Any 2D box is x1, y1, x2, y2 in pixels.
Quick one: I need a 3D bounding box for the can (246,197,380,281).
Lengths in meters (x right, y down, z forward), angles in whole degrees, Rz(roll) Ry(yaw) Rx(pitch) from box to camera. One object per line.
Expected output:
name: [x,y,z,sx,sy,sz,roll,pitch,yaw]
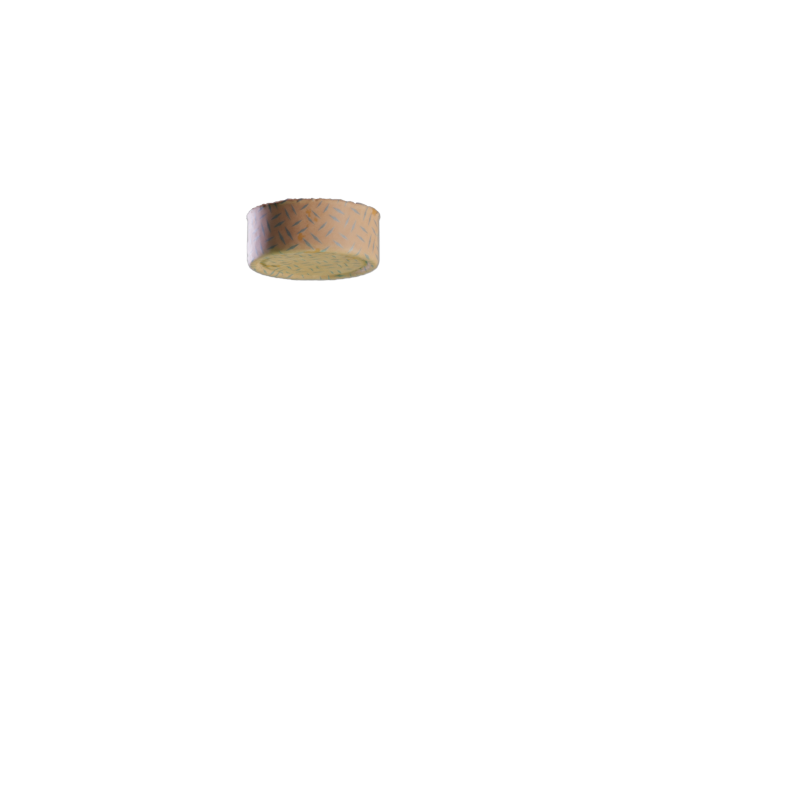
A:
can: [-0.055,-0.101,0.706,0.086,0.034,0.084,0,-8,-2]
